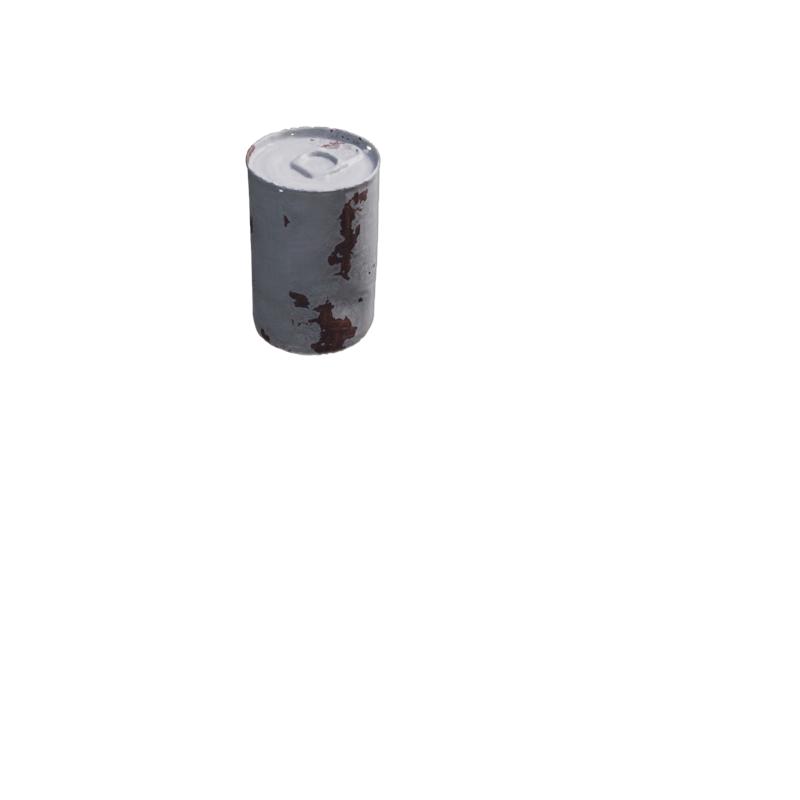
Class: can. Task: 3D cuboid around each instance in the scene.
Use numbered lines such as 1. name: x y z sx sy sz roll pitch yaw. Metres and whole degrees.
1. can: -0.046 -0.083 0.582 0.068 0.096 0.073 0 36 -3
